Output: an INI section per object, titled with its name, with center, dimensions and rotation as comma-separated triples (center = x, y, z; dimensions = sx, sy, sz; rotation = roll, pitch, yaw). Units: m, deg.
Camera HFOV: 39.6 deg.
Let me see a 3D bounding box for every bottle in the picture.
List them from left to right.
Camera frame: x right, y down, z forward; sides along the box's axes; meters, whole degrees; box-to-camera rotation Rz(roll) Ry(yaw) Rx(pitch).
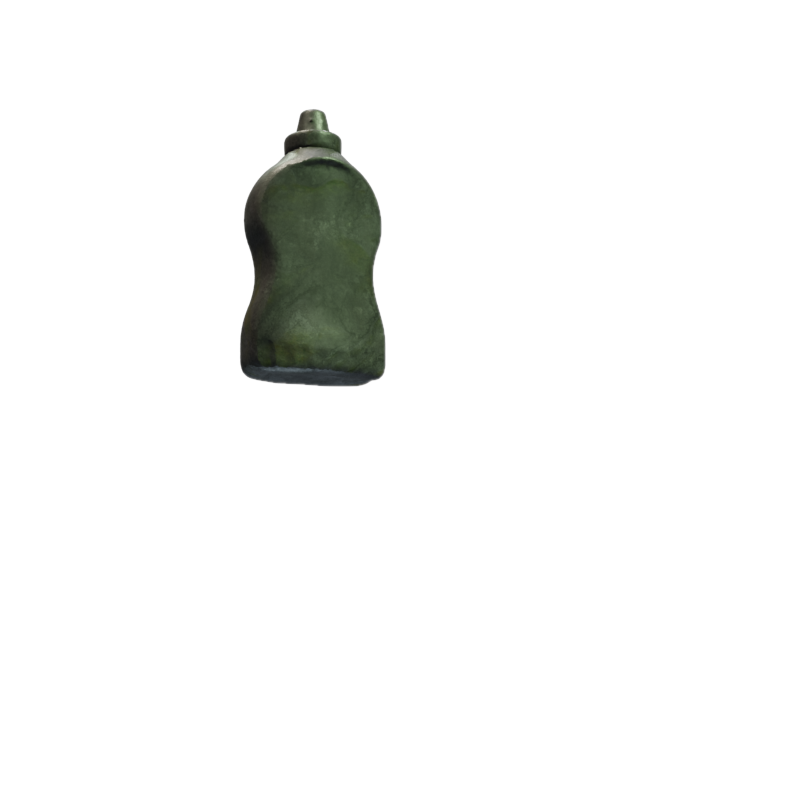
[bottle]
center = -0.060, -0.109, 0.761
dimensions = 0.093, 0.199, 0.058
rotation = 5, -17, -20
